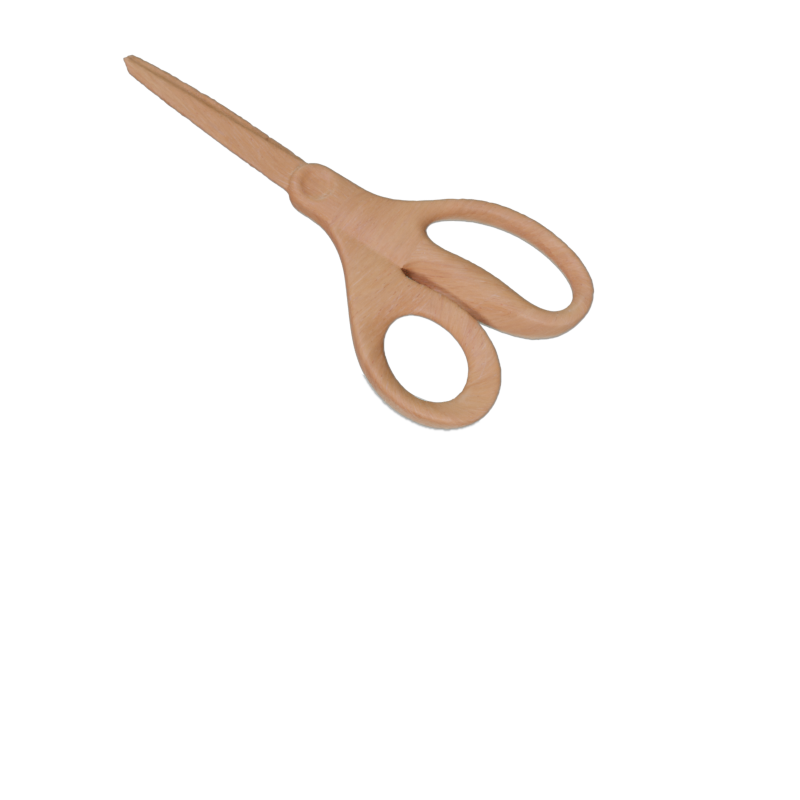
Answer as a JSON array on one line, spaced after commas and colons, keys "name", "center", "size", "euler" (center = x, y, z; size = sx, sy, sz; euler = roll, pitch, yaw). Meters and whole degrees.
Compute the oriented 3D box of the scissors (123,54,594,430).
[{"name": "scissors", "center": [-0.032, -0.058, 0.407], "size": [0.206, 0.099, 0.015], "euler": [21, -23, 9]}]
